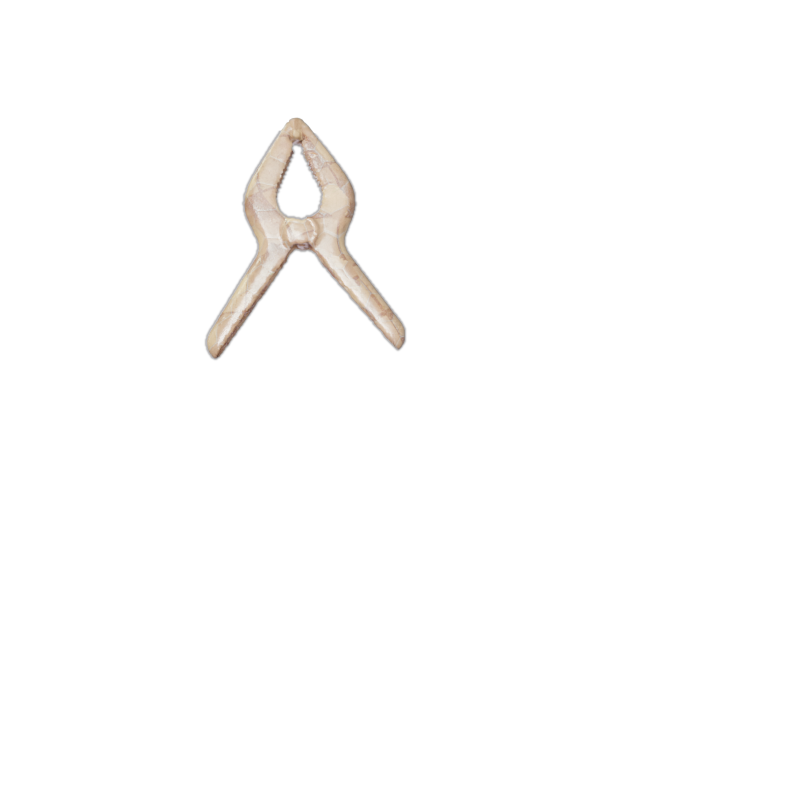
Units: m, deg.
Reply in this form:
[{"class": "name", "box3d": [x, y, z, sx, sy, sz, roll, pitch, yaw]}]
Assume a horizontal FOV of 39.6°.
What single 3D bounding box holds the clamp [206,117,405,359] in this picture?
[{"class": "clamp", "box3d": [-0.073, -0.134, 0.939, 0.165, 0.216, 0.035, 3, -12, 1]}]
